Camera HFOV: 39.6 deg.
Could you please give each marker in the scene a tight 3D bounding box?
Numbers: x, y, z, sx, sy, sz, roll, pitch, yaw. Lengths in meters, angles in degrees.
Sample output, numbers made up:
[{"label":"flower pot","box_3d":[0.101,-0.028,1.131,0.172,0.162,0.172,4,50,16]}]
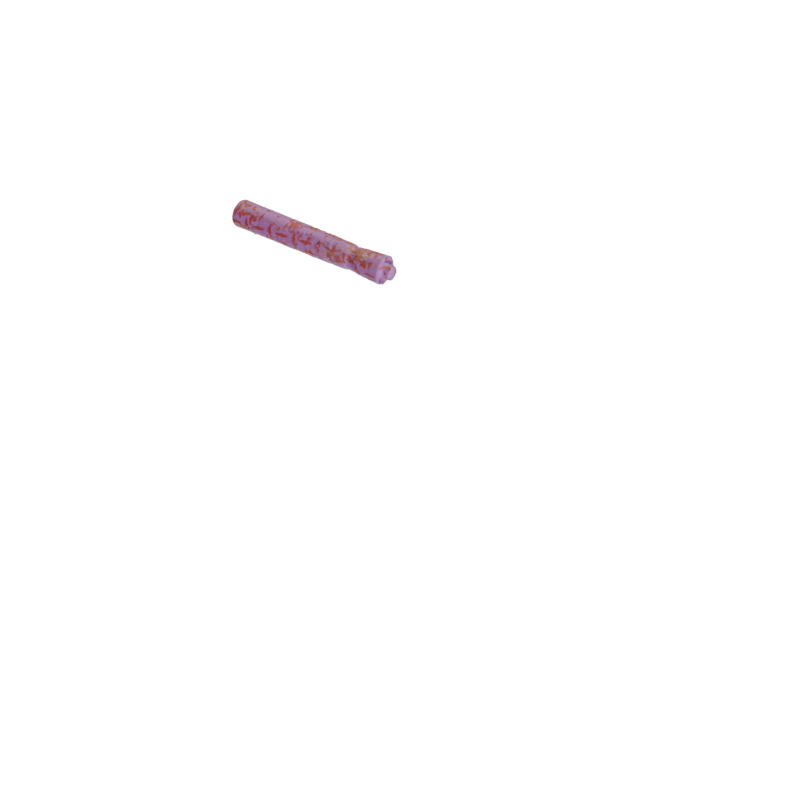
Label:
[{"label":"marker","box_3d":[-0.055,-0.100,0.703,0.128,0.019,0.019,25,16,29]}]
